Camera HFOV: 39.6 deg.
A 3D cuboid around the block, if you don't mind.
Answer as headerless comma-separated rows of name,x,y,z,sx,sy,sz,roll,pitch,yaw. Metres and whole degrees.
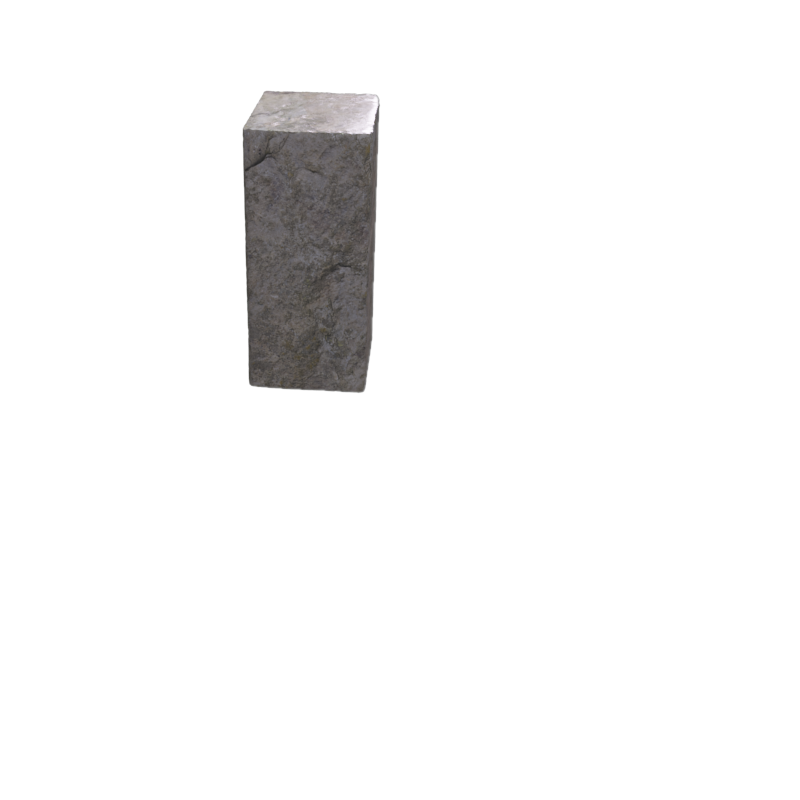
block,-0.064,-0.118,0.830,0.091,0.195,0.095,4,27,3
